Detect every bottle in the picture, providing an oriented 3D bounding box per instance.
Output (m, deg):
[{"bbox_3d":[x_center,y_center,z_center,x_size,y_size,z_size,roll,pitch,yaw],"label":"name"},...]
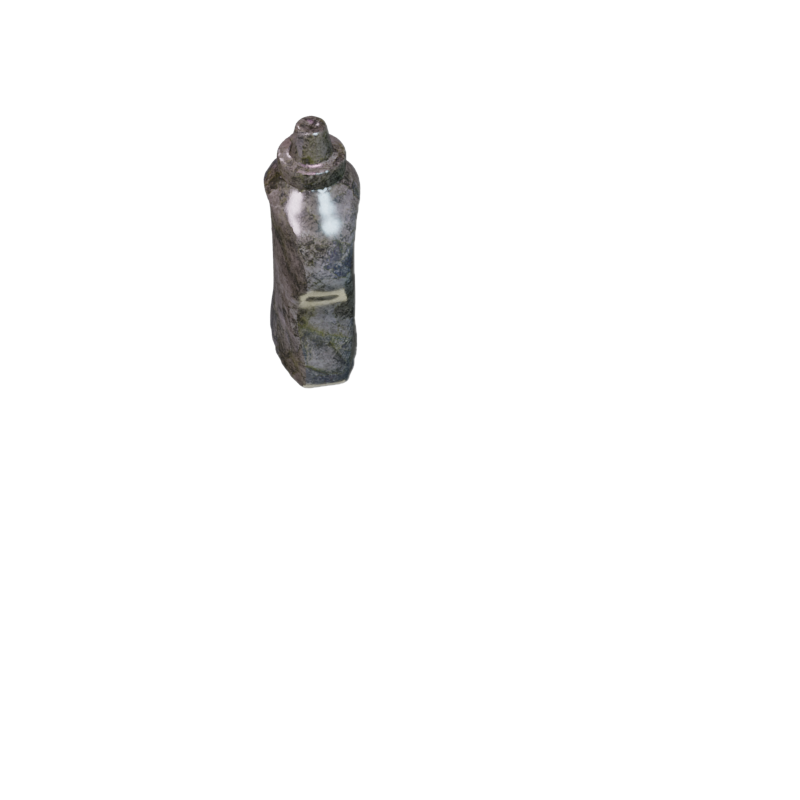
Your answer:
[{"bbox_3d":[-0.056,-0.100,0.703,0.058,0.104,0.179,-6,-40,-9],"label":"bottle"}]
